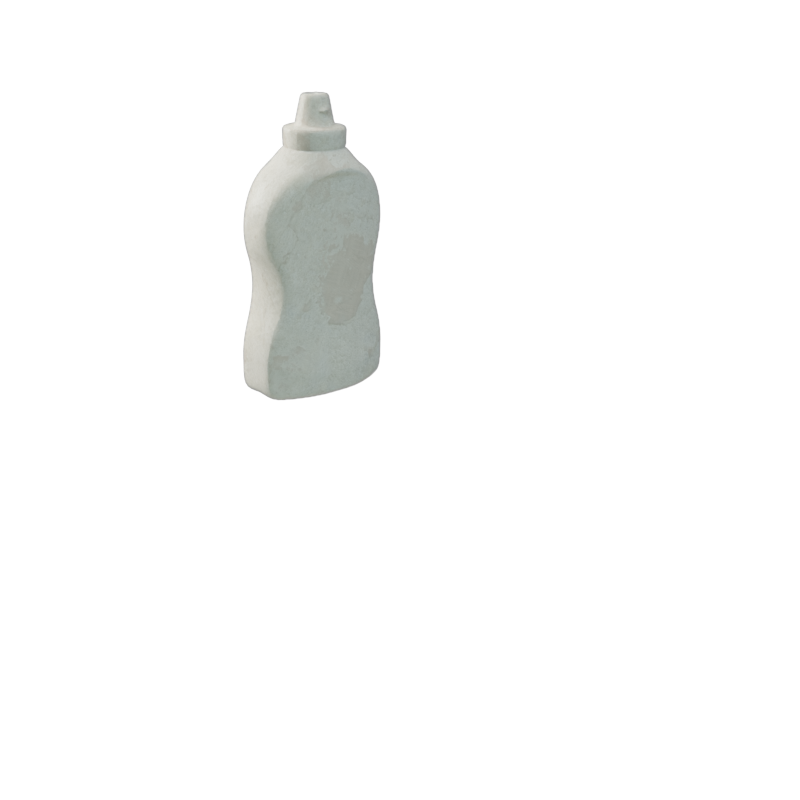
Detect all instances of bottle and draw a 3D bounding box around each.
[{"bbox_3d":[-0.056,-0.102,0.716,0.094,0.185,0.062,-11,19,-37],"label":"bottle"}]
